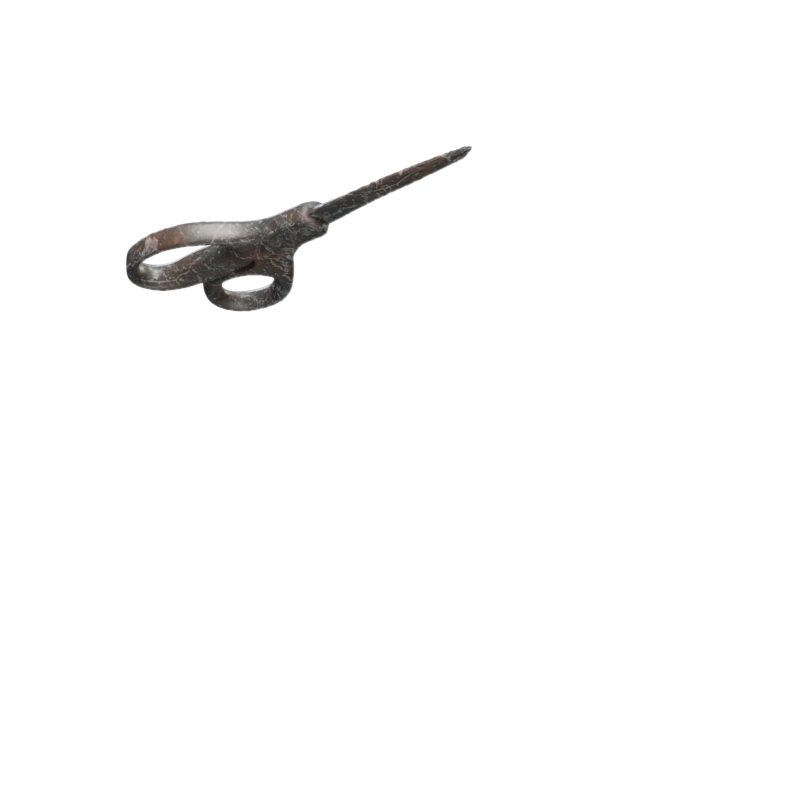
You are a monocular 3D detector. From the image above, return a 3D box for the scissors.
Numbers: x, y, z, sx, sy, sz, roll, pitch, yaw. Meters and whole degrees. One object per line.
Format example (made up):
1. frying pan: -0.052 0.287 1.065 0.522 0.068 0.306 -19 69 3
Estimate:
1. scissors: -0.043 -0.079 0.552 0.205 0.017 0.090 -10 -22 24
